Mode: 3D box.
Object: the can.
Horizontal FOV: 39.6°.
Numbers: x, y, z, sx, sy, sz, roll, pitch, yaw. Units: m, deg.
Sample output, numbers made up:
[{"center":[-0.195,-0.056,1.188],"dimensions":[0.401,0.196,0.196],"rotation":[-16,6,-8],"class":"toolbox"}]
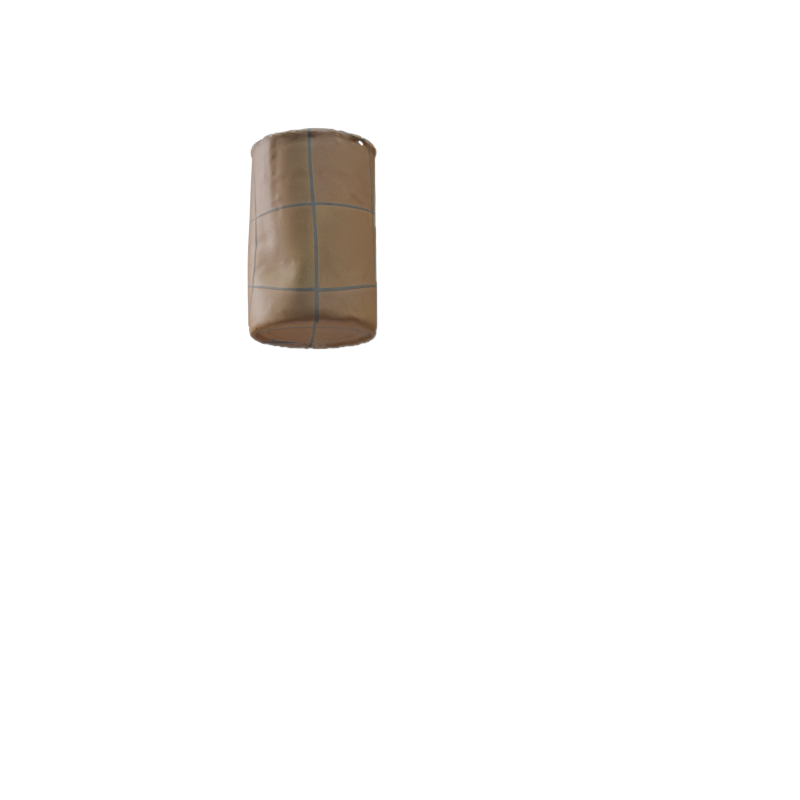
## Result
[{"center":[-0.046,-0.083,0.583],"dimensions":[0.068,0.106,0.066],"rotation":[0,-15,-2],"class":"can"}]
